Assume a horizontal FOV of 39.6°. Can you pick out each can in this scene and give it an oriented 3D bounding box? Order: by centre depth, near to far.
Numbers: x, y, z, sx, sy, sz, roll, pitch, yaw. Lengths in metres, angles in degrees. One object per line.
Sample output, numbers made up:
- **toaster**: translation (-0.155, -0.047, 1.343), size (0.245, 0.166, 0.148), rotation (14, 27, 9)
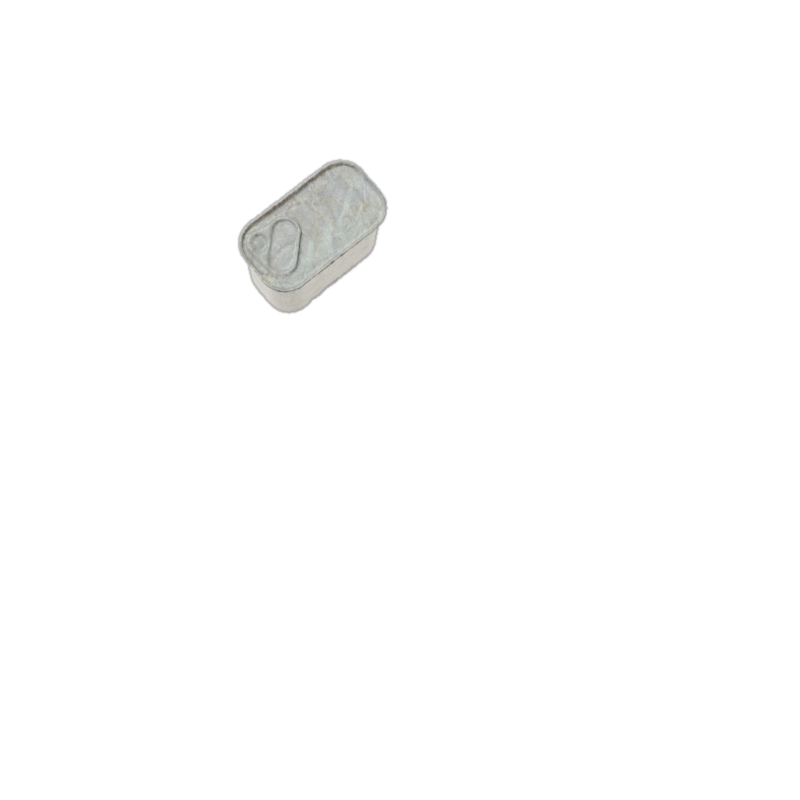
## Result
- **can**: translation (-0.062, -0.112, 0.788), size (0.102, 0.059, 0.081), rotation (-39, -6, -9)
